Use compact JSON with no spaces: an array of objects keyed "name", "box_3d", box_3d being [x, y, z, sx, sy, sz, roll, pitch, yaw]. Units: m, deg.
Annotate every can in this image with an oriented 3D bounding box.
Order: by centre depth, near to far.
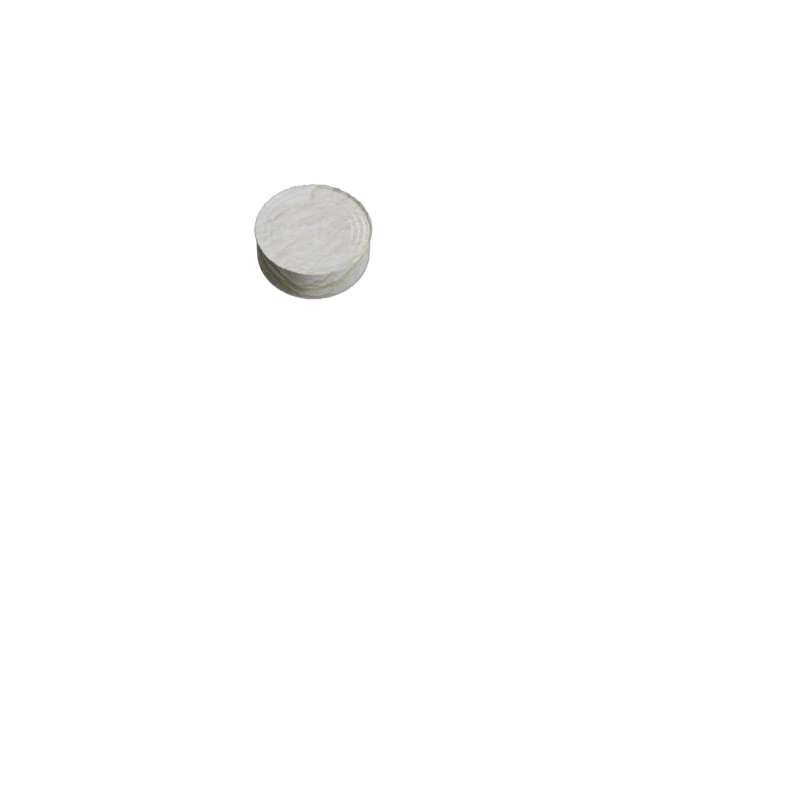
[{"name":"can","box_3d":[-0.064,-0.117,0.818,0.086,0.092,0.031,-1,-36,-1]}]
